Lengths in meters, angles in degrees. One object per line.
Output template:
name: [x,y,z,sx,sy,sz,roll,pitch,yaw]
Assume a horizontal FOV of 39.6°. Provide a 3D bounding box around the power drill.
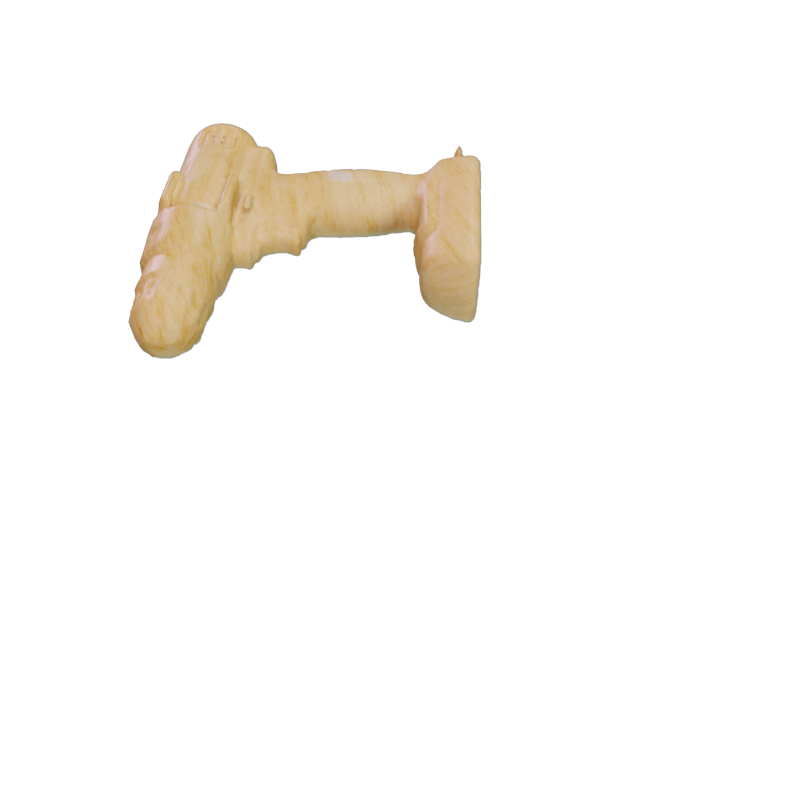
power drill: [-0.049,-0.090,0.627,0.189,0.196,0.053,4,-44,4]
